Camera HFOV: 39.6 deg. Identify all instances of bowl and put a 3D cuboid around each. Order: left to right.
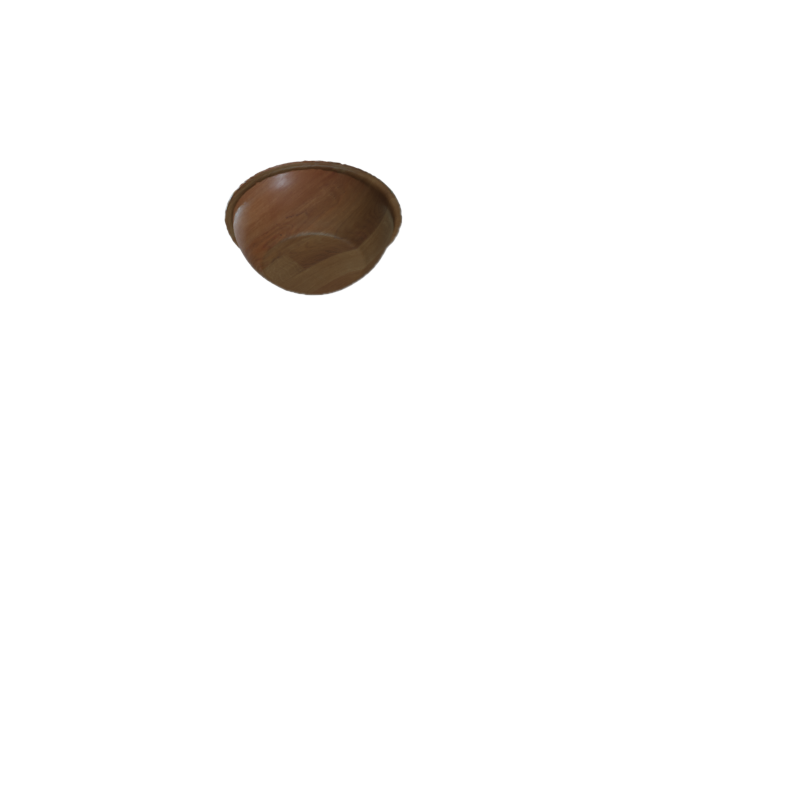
[{"bbox_3d":[-0.078,-0.142,0.995,0.162,0.059,0.152,1,-34,-2],"label":"bowl"}]
